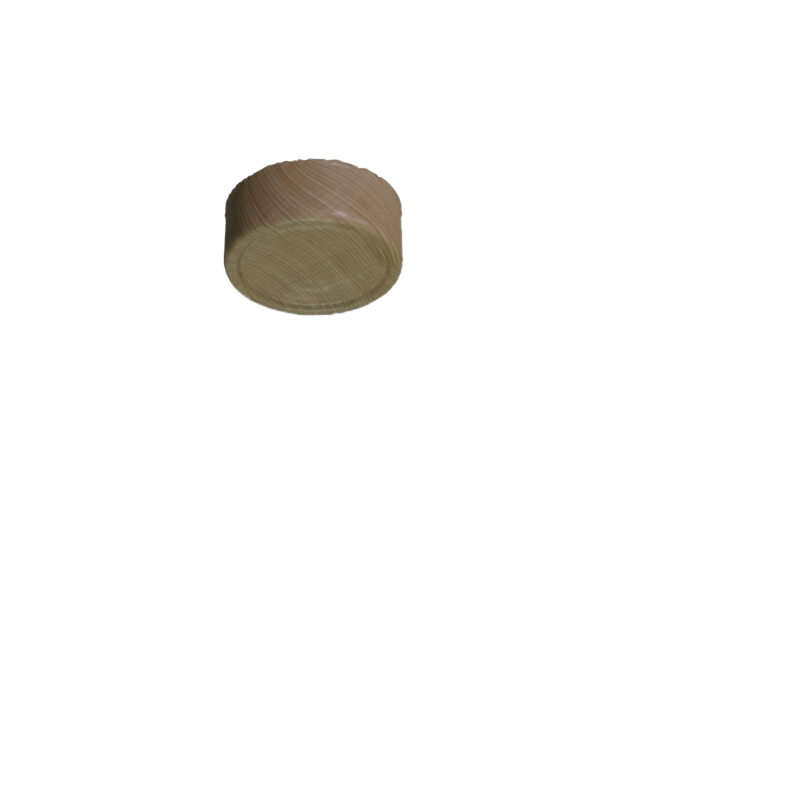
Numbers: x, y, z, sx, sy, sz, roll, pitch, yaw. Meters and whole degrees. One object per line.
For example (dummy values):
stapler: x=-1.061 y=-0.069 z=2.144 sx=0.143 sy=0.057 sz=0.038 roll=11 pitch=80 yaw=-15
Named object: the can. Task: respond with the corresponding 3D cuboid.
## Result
can: x=-0.041 y=-0.075 z=0.527 sx=0.086 sy=0.036 sz=0.081 roll=1 pitch=-30 yaw=-2
